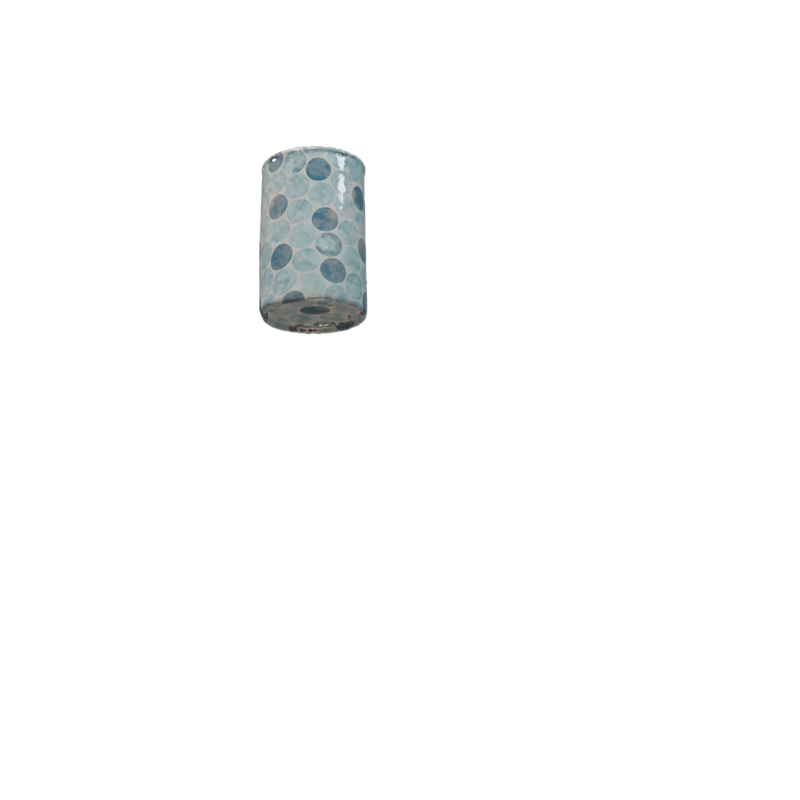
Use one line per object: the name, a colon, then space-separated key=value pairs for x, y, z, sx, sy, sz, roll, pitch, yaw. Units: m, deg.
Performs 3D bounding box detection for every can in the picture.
can: x=-0.055 y=-0.100 z=0.701 sx=0.068 sy=0.107 sz=0.065 roll=0 pitch=-20 yaw=-2
